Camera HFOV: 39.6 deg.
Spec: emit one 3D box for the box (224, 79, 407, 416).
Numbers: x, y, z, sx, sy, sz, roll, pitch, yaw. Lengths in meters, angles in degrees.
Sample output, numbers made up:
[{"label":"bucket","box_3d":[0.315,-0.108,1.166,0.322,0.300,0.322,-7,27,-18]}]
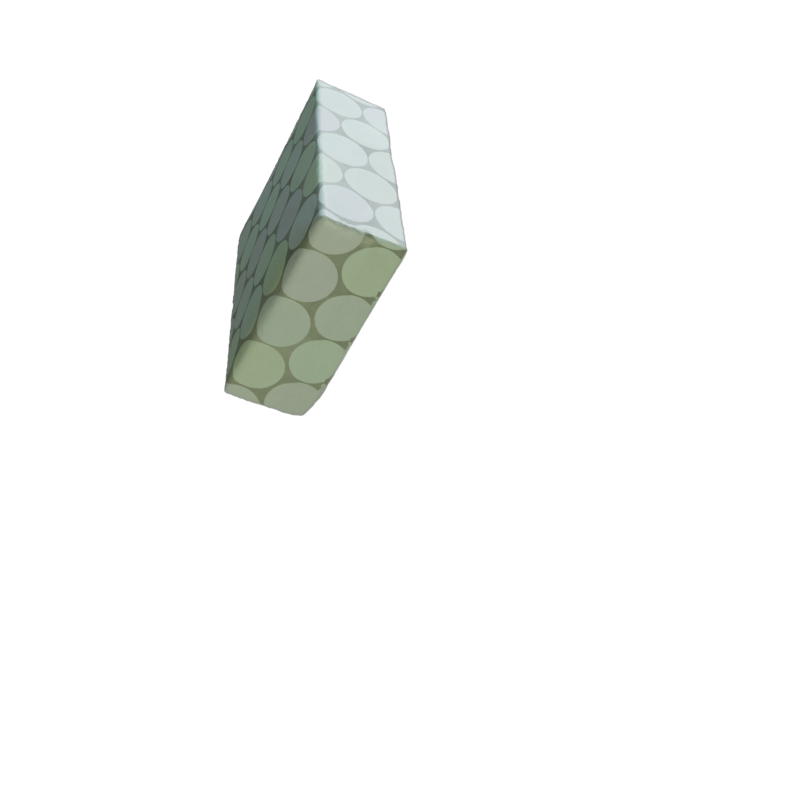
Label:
[{"label":"box","box_3d":[-0.065,-0.119,0.835,0.069,0.158,0.229,21,33,-19]}]
